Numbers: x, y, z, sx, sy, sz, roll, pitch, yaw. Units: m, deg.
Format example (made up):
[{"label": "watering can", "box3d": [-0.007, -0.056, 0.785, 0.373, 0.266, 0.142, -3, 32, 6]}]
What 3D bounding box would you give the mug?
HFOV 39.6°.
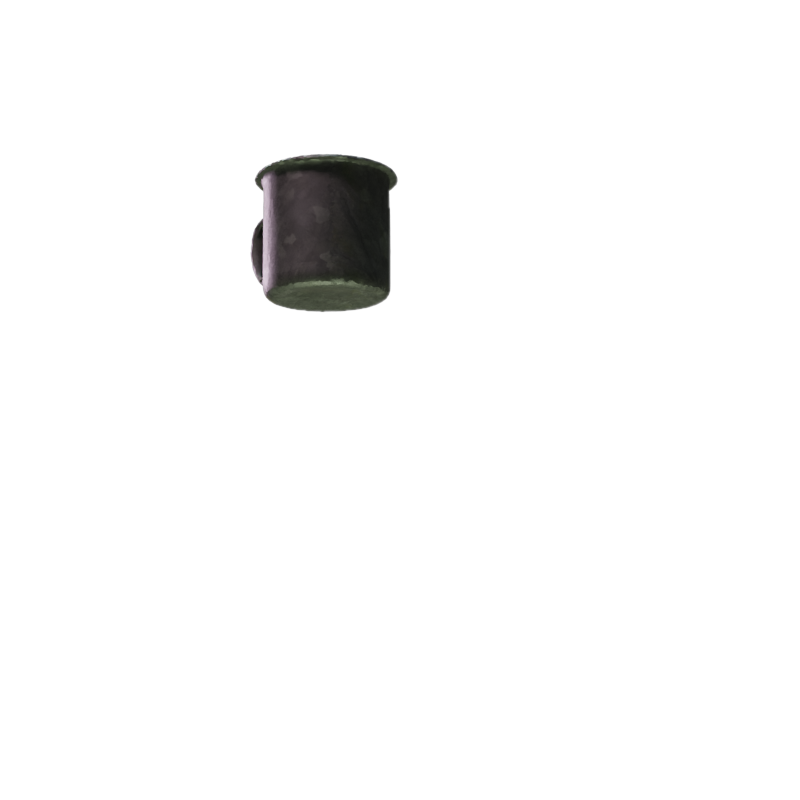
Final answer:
[{"label": "mug", "box3d": [-0.056, -0.103, 0.722, 0.120, 0.084, 0.088, -10, -15, 41]}]
